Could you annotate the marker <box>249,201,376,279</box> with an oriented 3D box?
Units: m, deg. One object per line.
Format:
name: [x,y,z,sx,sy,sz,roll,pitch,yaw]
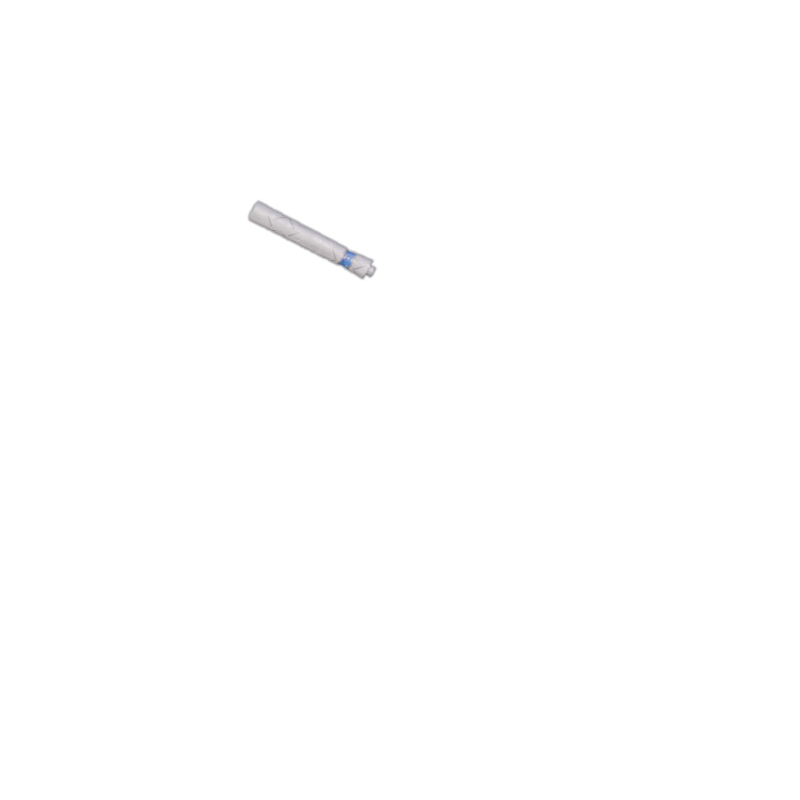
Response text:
marker: [-0.077,-0.141,0.984,0.122,0.020,0.020,28,5,5]
